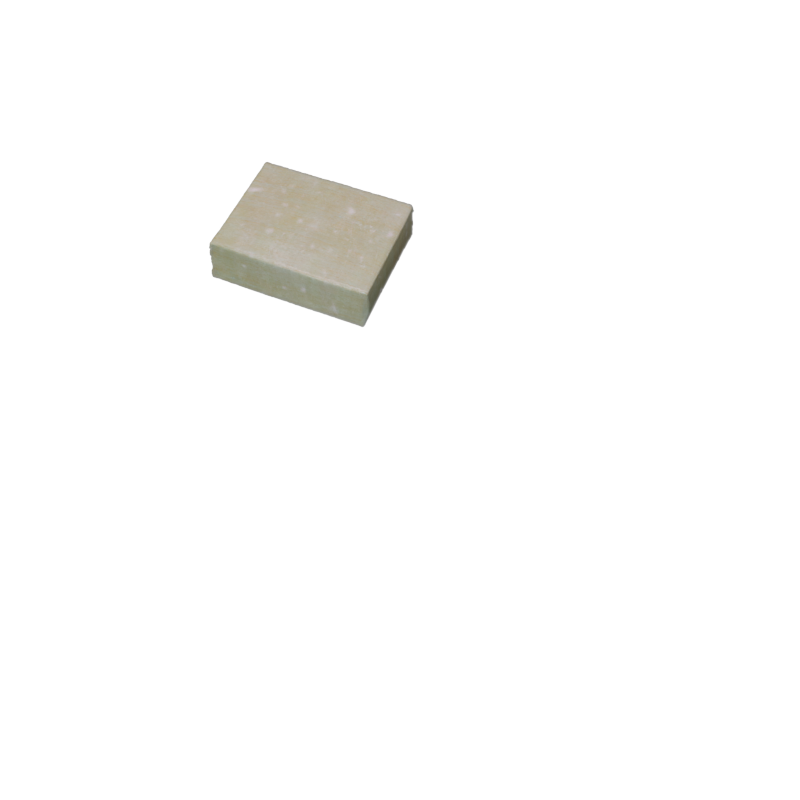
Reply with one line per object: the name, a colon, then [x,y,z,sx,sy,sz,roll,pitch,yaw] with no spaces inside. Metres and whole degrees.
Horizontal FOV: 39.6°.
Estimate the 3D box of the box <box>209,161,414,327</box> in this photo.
box: [-0.058,-0.106,0.742,0.117,0.094,0.036,16,-41,14]
